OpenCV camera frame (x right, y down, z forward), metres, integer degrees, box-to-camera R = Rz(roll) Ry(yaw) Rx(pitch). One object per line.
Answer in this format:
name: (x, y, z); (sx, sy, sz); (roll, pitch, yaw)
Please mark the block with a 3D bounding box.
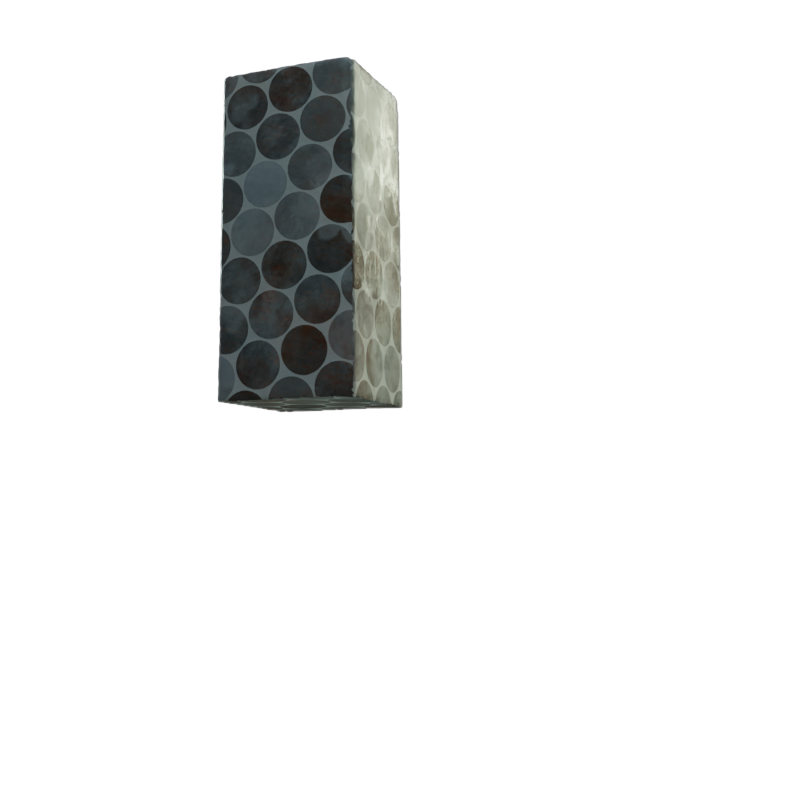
block: (-0.055, -0.101, 0.704); (0.092, 0.212, 0.086); (-5, -12, 21)
